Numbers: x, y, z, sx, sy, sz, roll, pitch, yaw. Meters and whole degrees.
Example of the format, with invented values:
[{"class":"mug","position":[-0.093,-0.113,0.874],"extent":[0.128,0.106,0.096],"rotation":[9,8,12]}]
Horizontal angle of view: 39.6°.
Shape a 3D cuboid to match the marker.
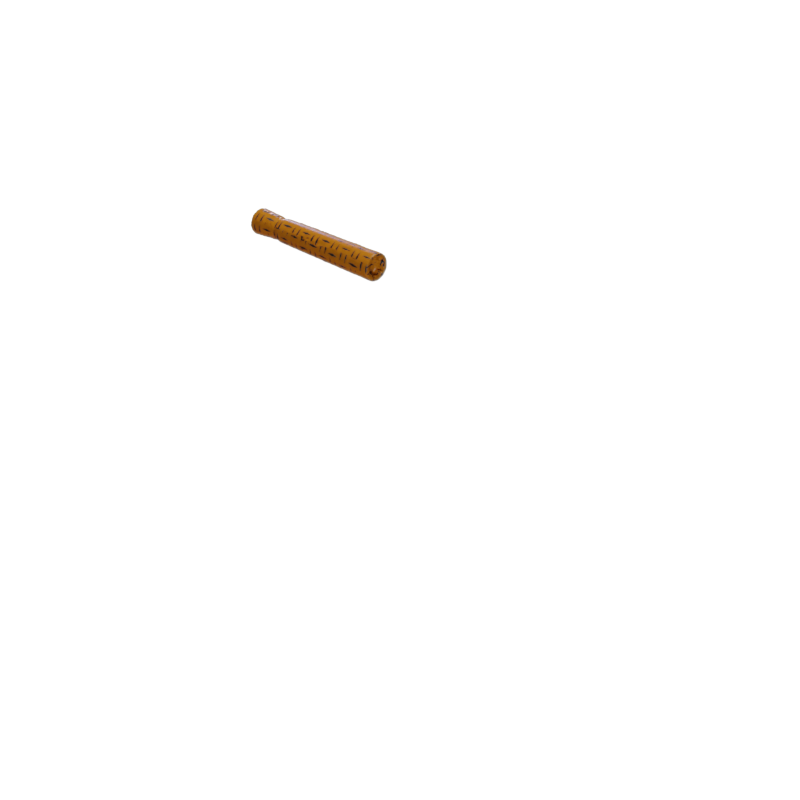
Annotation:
[{"class":"marker","position":[-0.058,-0.105,0.737],"extent":[0.019,0.019,0.129],"rotation":[-4,23,-44]}]
